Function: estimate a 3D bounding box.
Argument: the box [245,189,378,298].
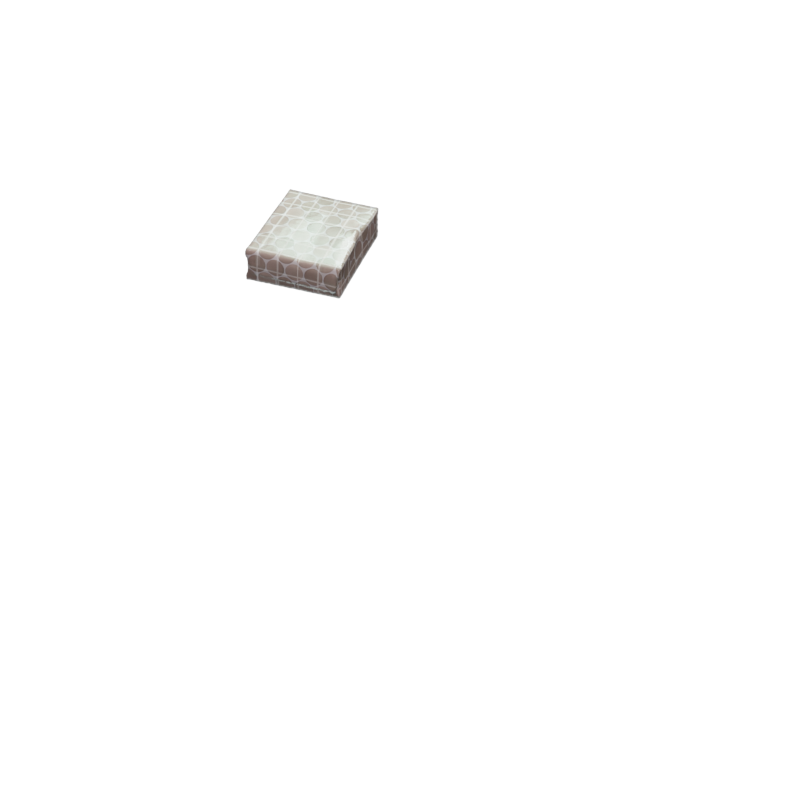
[{"bbox_3d":[-0.064,-0.117,0.817,0.075,0.028,0.093,13,41,14],"label":"box"}]
